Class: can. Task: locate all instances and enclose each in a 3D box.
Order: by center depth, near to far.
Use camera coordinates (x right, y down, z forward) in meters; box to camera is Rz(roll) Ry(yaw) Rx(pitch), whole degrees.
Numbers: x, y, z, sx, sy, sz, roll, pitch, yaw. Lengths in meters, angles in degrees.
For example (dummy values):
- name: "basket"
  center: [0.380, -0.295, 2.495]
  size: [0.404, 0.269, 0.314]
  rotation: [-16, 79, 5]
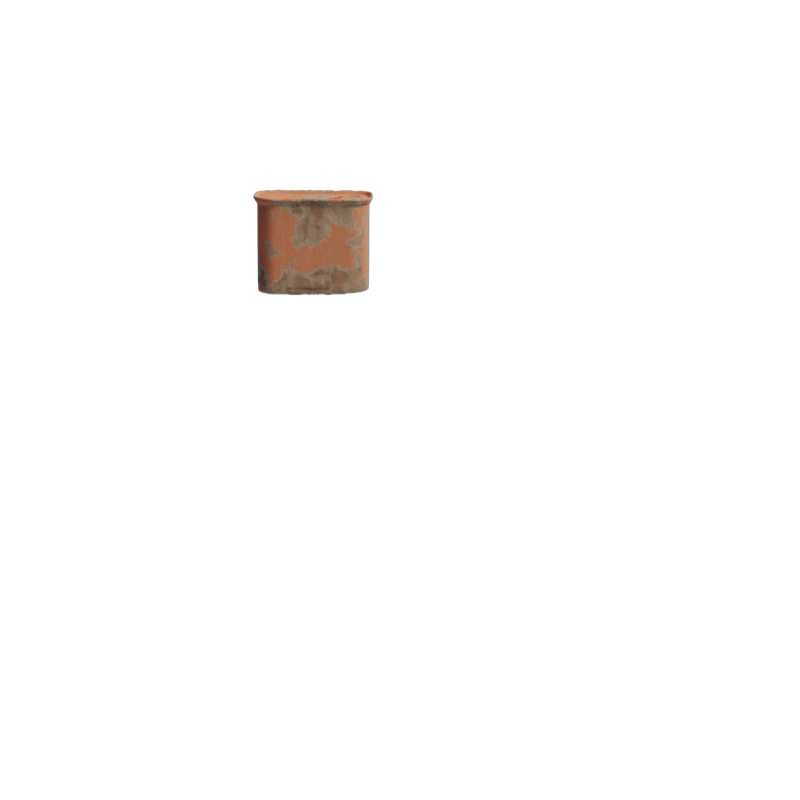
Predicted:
- name: "can"
  center: [-0.075, -0.137, 0.957]
  size: [0.102, 0.082, 0.059]
  rotation: [0, 13, 0]
